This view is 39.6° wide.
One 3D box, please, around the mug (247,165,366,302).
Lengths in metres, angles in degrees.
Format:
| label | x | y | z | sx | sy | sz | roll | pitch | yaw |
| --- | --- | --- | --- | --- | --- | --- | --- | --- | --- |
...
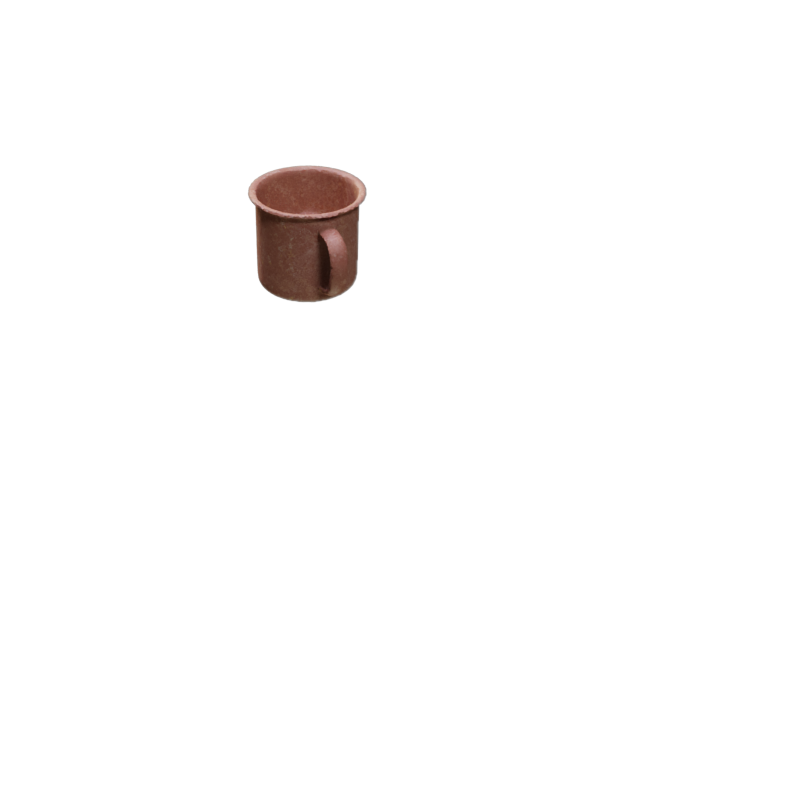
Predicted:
| label | x | y | z | sx | sy | sz | roll | pitch | yaw |
| --- | --- | --- | --- | --- | --- | --- | --- | --- | --- |
| mug | -0.069 | -0.125 | 0.875 | 0.092 | 0.077 | 0.126 | -14 | 36 | -22 |
